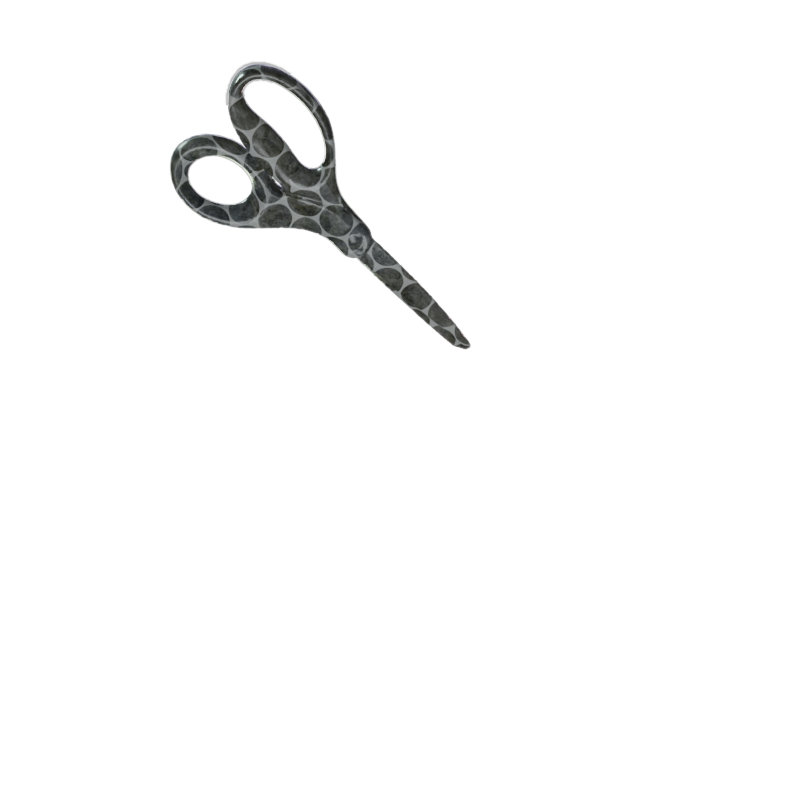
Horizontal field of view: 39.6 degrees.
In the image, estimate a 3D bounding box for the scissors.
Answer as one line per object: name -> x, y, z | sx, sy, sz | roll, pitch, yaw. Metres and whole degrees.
scissors -> -0.046, -0.084, 0.590 | 0.096, 0.189, 0.017 | -24, 28, 13
